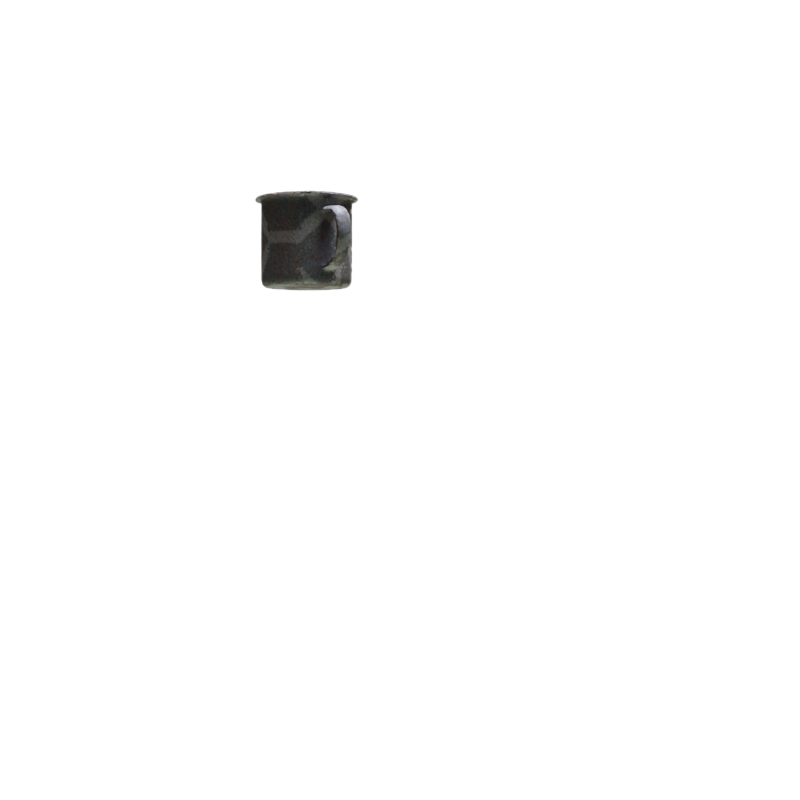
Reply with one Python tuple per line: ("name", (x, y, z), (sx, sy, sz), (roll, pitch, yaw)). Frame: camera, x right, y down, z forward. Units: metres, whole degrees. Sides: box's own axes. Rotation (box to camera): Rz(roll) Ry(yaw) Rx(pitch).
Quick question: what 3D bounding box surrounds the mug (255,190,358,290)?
("mug", (-0.077, -0.141, 0.988), (0.090, 0.082, 0.121), (1, -1, -34))
